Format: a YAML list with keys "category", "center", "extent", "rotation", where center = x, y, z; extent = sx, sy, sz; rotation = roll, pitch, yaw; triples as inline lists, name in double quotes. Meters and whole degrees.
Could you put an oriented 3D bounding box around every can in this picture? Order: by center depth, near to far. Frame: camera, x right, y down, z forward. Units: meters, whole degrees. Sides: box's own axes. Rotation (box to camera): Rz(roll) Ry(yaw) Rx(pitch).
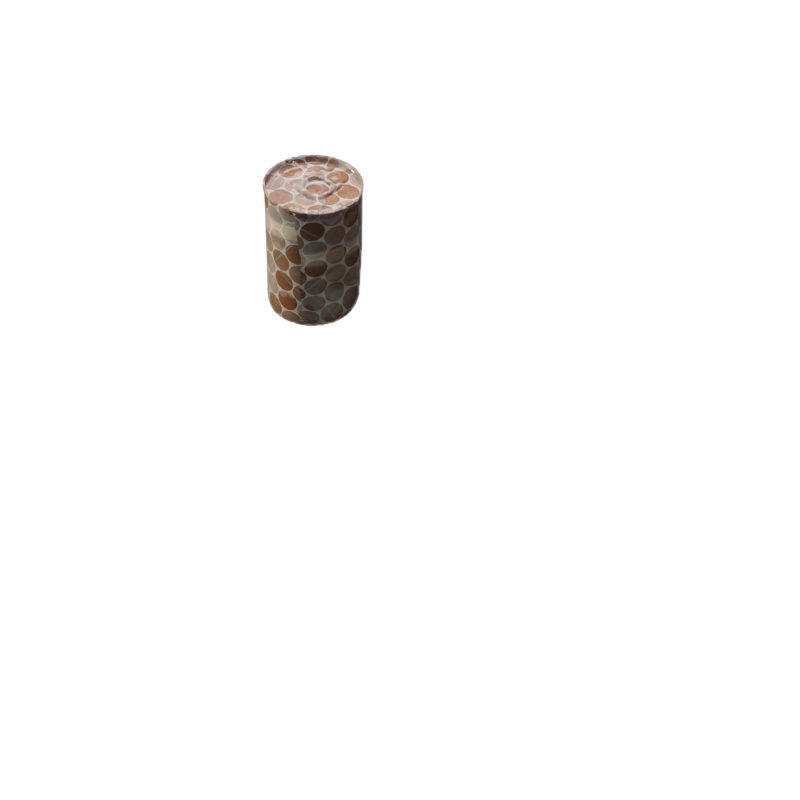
- category: "can"
  center: [-0.061, -0.111, 0.774]
  extent: [0.068, 0.095, 0.074]
  rotation: [0, 43, -3]
